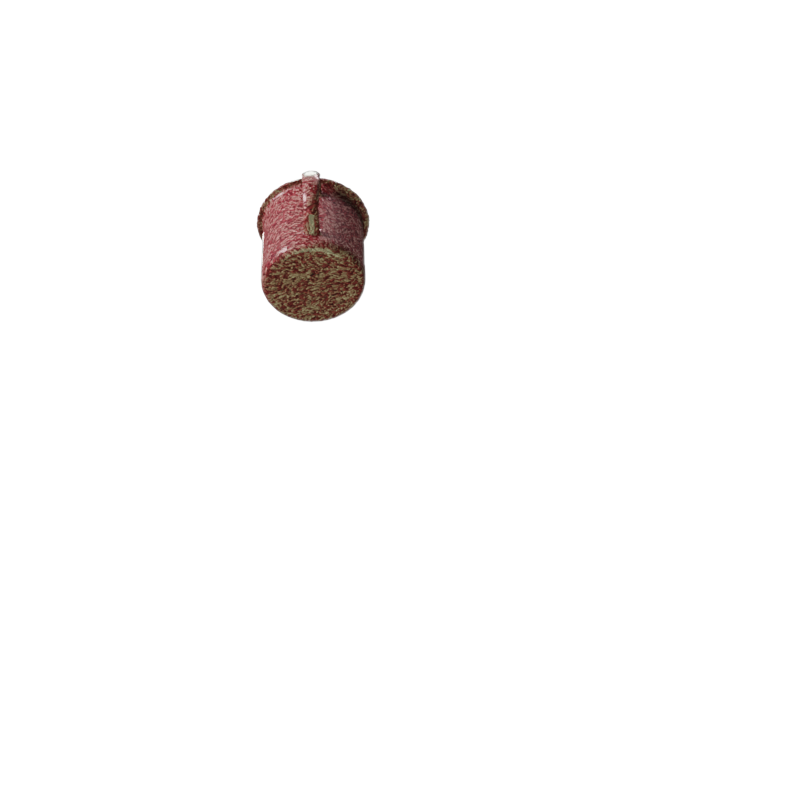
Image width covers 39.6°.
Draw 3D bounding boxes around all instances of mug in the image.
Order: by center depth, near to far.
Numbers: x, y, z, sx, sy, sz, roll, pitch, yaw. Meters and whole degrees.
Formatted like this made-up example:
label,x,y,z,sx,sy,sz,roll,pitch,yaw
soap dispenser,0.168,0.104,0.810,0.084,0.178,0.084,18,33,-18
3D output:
label,x,y,z,sx,sy,sz,roll,pitch,yaw
mug,-0.069,-0.125,0.879,0.093,0.109,0.087,1,42,-3
